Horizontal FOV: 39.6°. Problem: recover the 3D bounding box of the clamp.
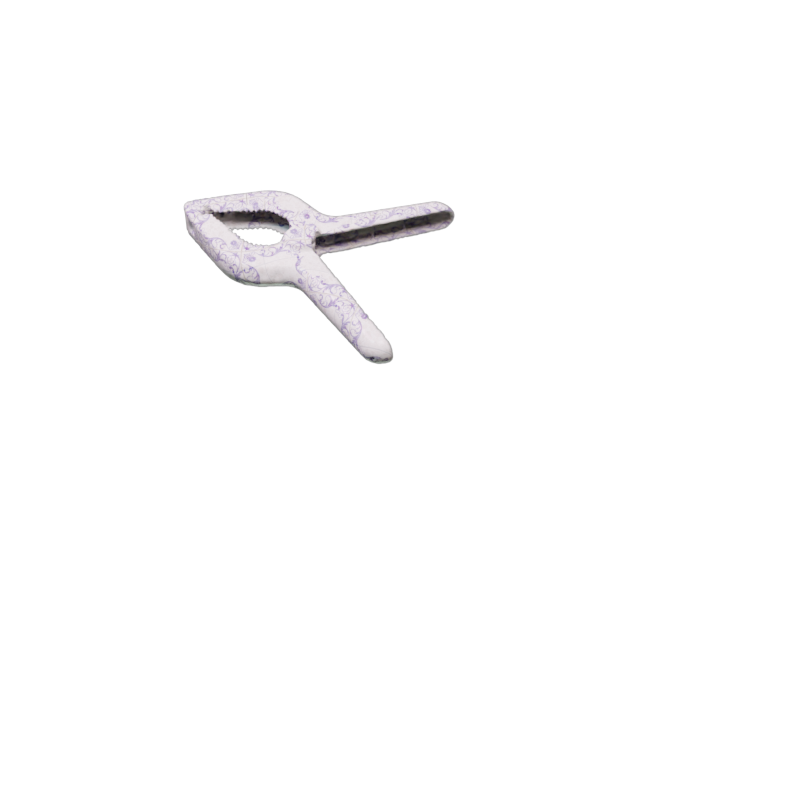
[{"bbox_3d":[-0.068,-0.125,0.873,0.218,0.170,0.034,22,-38,18],"label":"clamp"}]
